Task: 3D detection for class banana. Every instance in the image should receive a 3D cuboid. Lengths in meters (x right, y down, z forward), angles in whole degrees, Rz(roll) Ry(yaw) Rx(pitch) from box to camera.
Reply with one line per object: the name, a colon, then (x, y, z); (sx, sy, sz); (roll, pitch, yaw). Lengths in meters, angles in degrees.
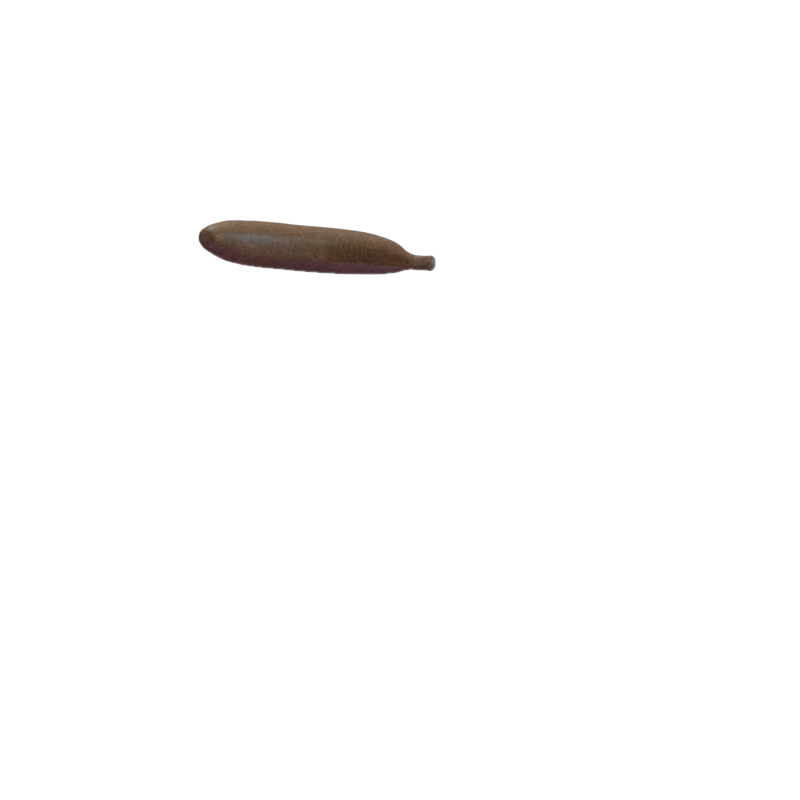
banana: (-0.073, -0.122, 0.875); (0.191, 0.037, 0.071); (1, -4, -25)
